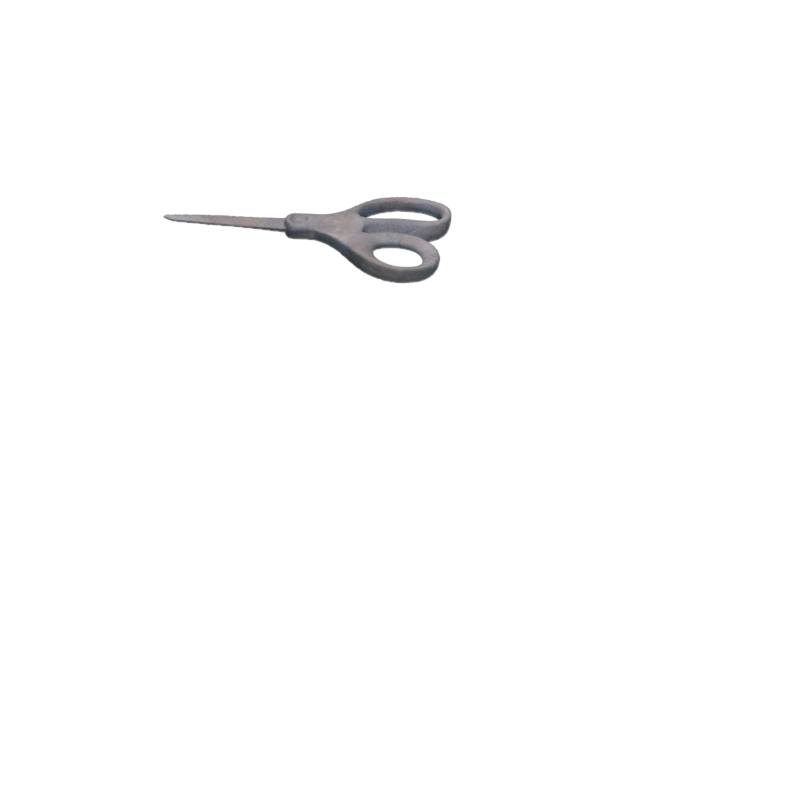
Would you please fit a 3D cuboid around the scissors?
[{"bbox_3d":[-0.060,-0.109,0.764,0.200,0.015,0.104,-6,41,-7],"label":"scissors"}]
